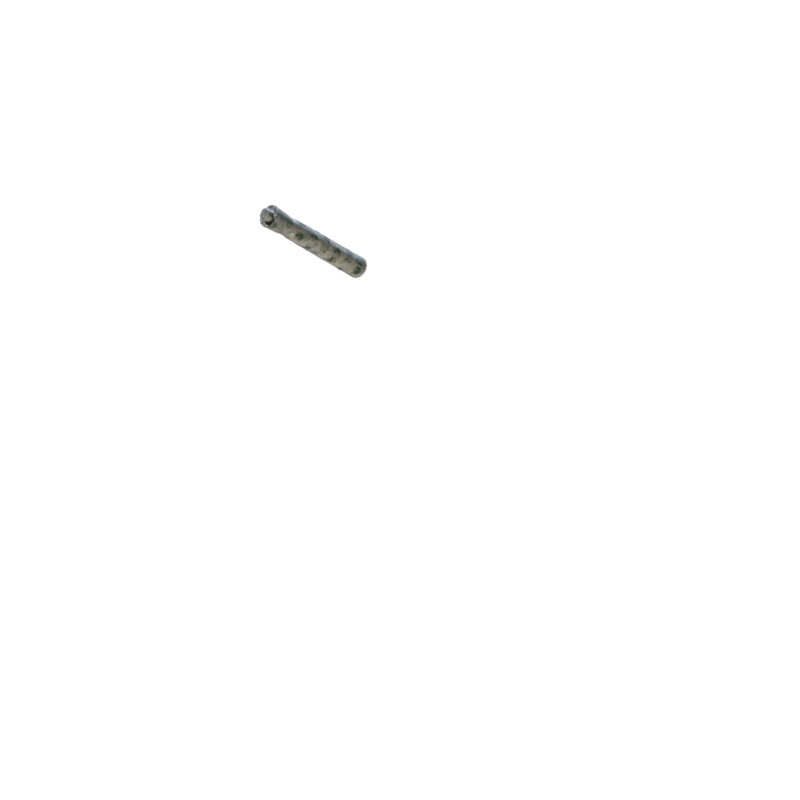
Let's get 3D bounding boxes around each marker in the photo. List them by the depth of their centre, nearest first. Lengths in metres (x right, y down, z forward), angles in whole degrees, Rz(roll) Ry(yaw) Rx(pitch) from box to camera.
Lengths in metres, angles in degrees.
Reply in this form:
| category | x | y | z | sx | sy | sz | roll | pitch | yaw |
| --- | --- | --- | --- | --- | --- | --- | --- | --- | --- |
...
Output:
| category | x | y | z | sx | sy | sz | roll | pitch | yaw |
| --- | --- | --- | --- | --- | --- | --- | --- | --- | --- |
| marker | -0.070 | -0.129 | 0.900 | 0.021 | 0.020 | 0.113 | 3 | -15 | 42 |
